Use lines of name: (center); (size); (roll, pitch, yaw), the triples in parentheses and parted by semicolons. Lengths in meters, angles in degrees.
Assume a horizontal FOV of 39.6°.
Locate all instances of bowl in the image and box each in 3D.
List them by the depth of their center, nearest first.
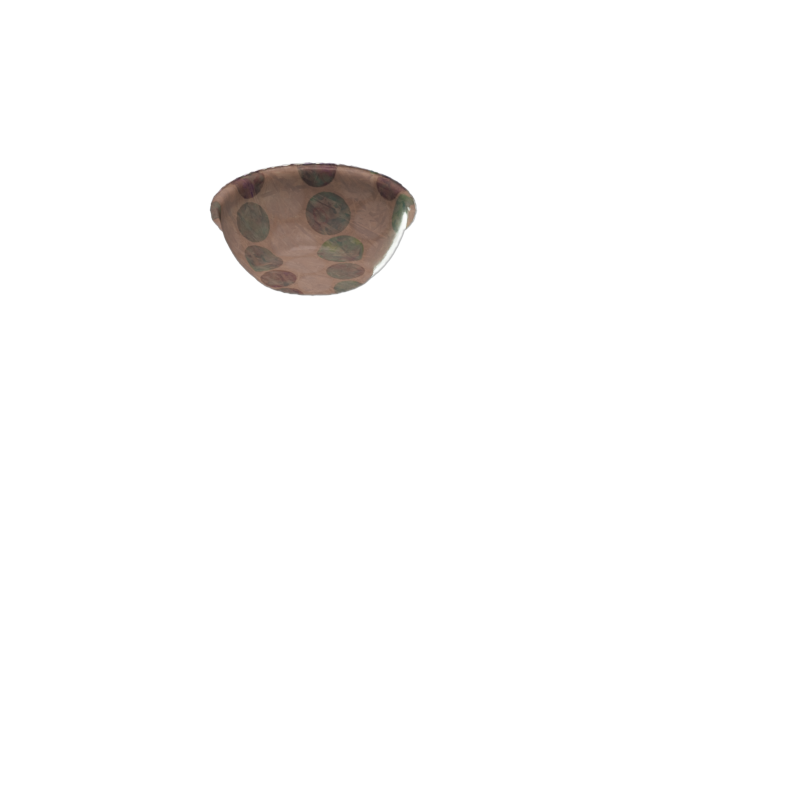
bowl: (-0.067, -0.122, 0.857); (0.162, 0.058, 0.154); (0, -19, -2)
